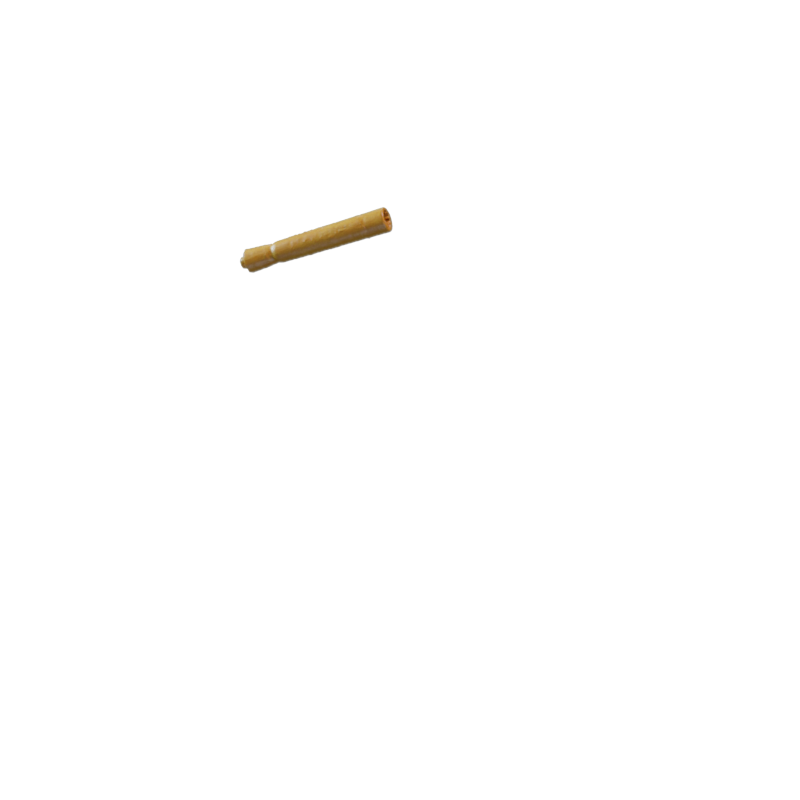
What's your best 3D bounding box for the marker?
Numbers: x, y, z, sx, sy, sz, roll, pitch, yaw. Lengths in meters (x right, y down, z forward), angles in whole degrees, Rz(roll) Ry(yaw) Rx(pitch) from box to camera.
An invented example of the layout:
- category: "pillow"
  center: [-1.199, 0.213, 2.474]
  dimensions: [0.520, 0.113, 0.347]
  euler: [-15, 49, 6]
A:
- category: "marker"
  center: [-0.064, -0.117, 0.823]
  dimensions: [0.122, 0.020, 0.019]
  euler: [-14, -1, 21]
